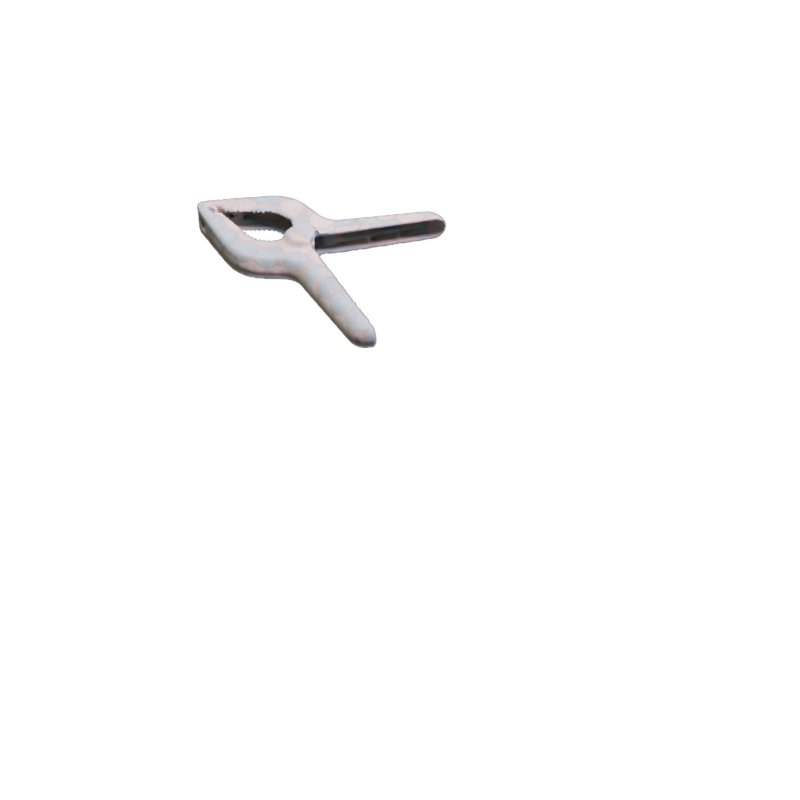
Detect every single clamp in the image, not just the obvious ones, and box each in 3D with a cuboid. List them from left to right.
[{"bbox_3d":[-0.074,-0.135,0.947,0.220,0.034,0.169,23,49,22],"label":"clamp"}]
